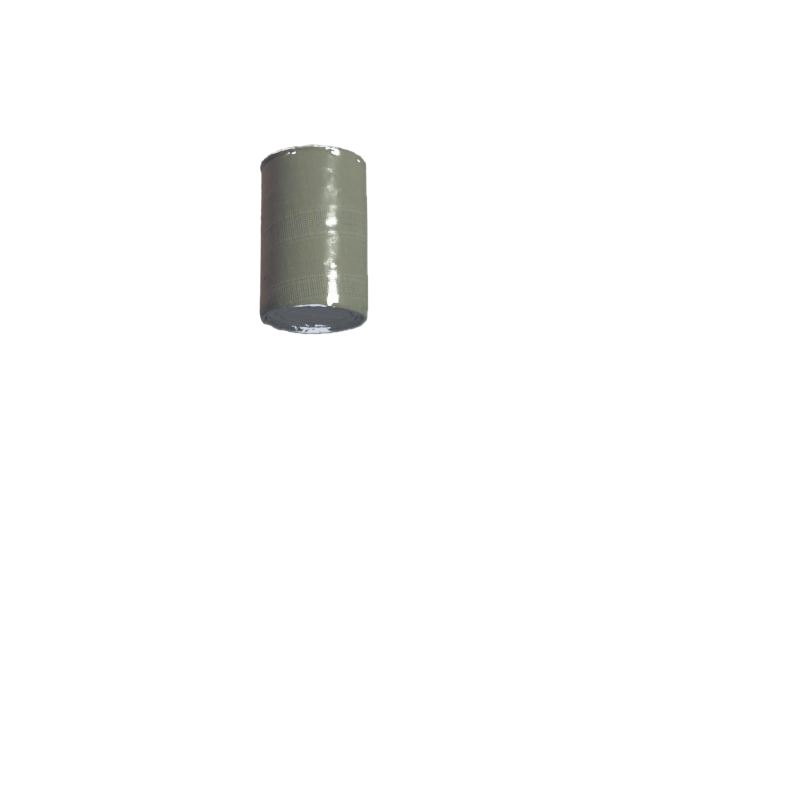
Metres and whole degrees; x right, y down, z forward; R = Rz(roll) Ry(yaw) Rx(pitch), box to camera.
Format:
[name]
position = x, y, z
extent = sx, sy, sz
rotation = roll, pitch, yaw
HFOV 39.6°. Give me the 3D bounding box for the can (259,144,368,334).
[can]
position = -0.054, -0.098, 0.689
extent = 0.068, 0.107, 0.066
rotation = 0, -17, -2
